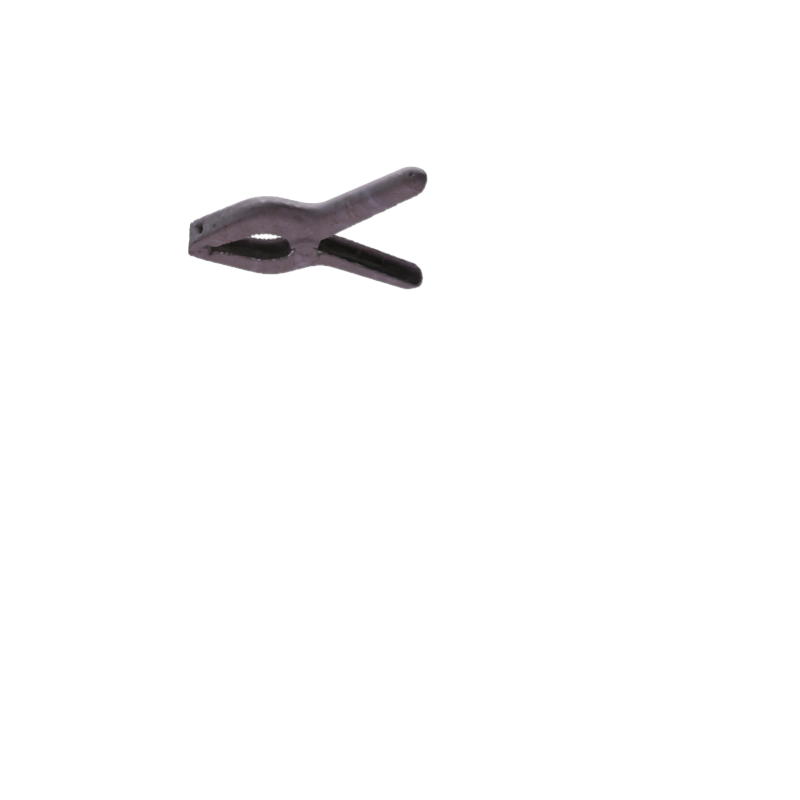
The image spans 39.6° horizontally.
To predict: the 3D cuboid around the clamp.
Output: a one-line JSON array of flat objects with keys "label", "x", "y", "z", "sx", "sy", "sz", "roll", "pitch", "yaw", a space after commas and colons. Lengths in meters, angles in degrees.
[{"label": "clamp", "x": -0.075, "y": -0.136, "z": 0.954, "sx": 0.212, "sy": 0.039, "sz": 0.153, "roll": -4, "pitch": -29, "yaw": 8}]
